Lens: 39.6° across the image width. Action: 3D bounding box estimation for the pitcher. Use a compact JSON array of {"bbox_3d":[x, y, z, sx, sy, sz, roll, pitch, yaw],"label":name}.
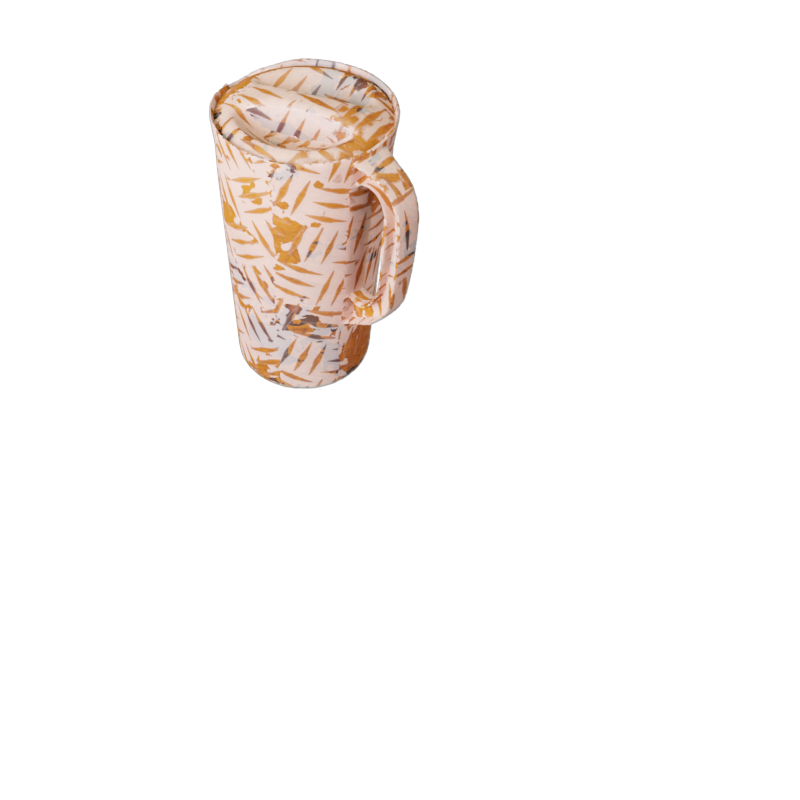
[{"bbox_3d":[-0.065,-0.119,0.836,0.145,0.226,0.160,1,44,-2],"label":"pitcher"}]
